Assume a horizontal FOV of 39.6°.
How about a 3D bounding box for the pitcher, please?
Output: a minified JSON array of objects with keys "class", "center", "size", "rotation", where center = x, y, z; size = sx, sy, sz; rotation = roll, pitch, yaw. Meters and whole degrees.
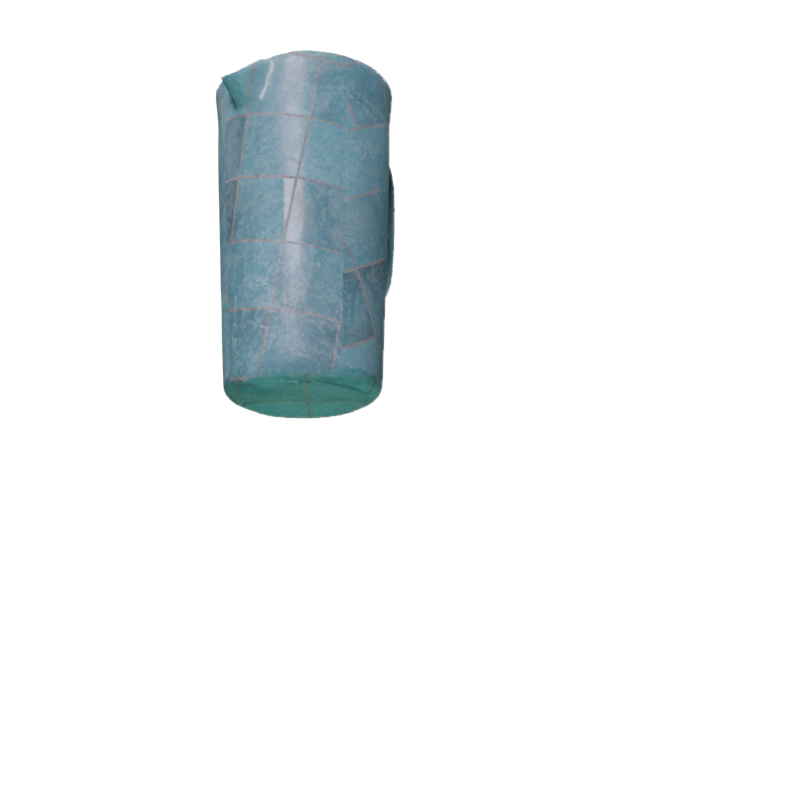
[{"class":"pitcher","center":[-0.063,-0.114,0.800],"size":[0.147,0.256,0.140],"rotation":[3,-21,-10]}]
